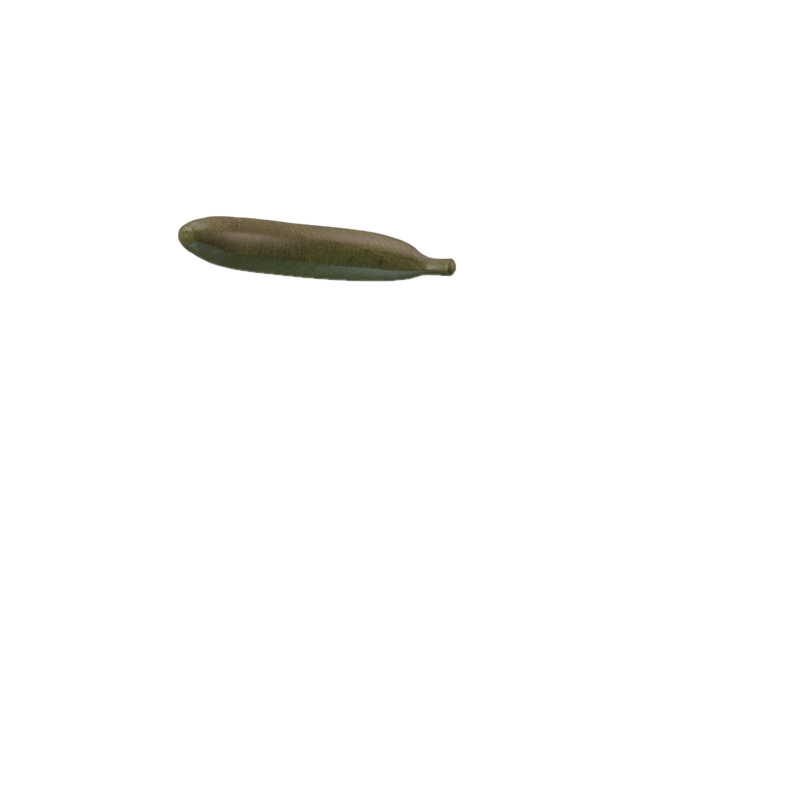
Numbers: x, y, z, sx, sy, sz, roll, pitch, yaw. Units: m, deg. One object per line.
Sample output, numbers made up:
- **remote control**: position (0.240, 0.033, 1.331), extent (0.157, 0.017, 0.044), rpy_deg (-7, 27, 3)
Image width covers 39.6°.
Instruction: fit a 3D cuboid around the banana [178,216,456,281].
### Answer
- **banana**: position (-0.063, -0.104, 0.757), extent (0.191, 0.038, 0.070), rpy_deg (2, -6, -24)
